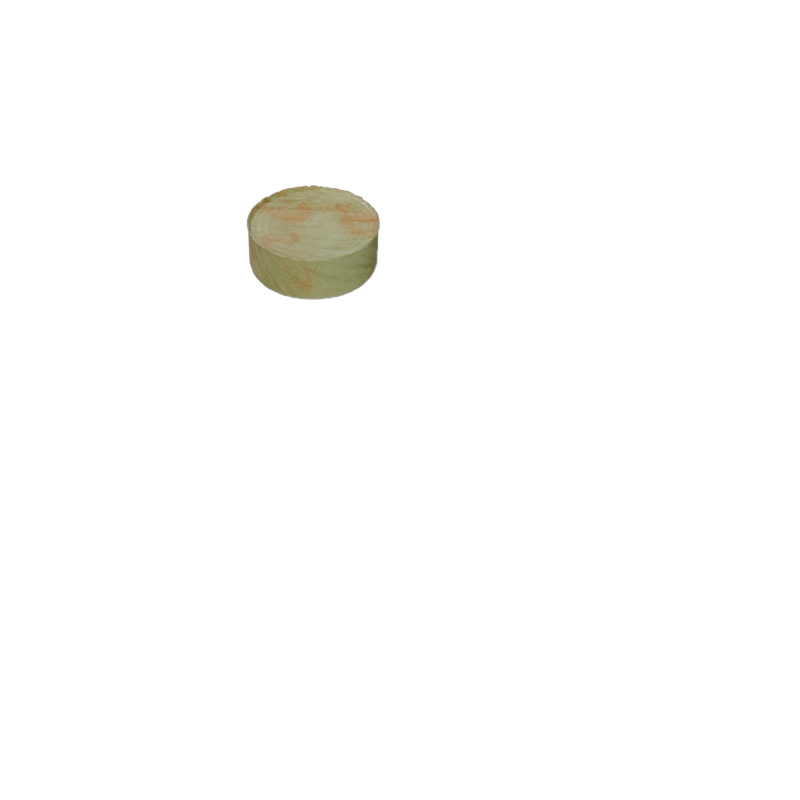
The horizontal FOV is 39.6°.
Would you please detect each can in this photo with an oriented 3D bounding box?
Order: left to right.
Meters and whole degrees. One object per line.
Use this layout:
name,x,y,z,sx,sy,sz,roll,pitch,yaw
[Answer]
can,-0.056,-0.103,0.722,0.086,0.031,0.092,-1,40,-2
